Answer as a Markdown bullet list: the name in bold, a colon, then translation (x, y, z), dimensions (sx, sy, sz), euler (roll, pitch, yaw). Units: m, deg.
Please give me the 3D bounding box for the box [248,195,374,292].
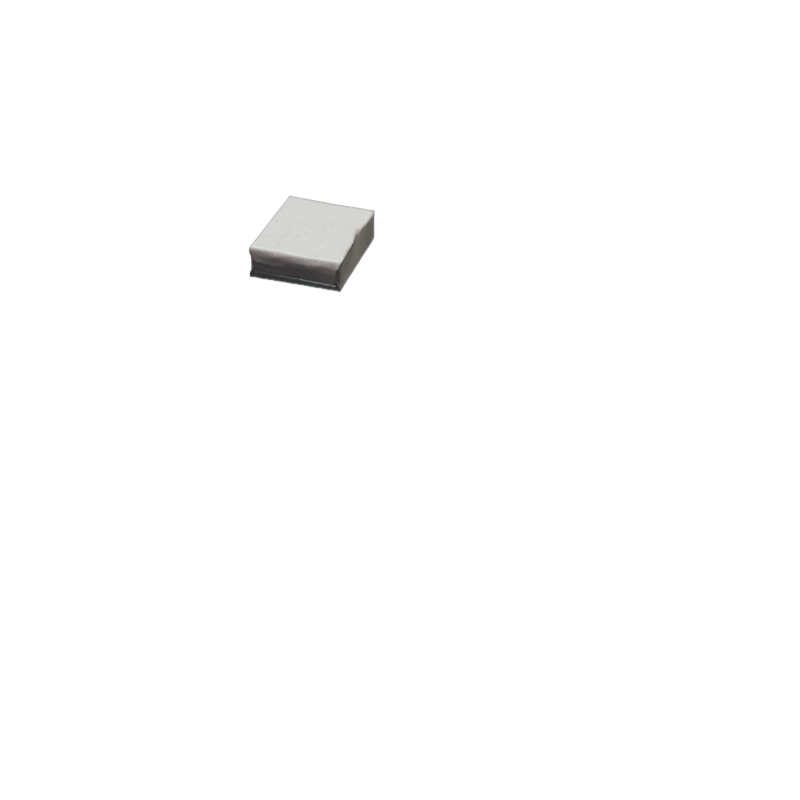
- **box**: translation (-0.067, -0.122, 0.852), dimensions (0.075, 0.028, 0.093), euler (11, 37, 14)
